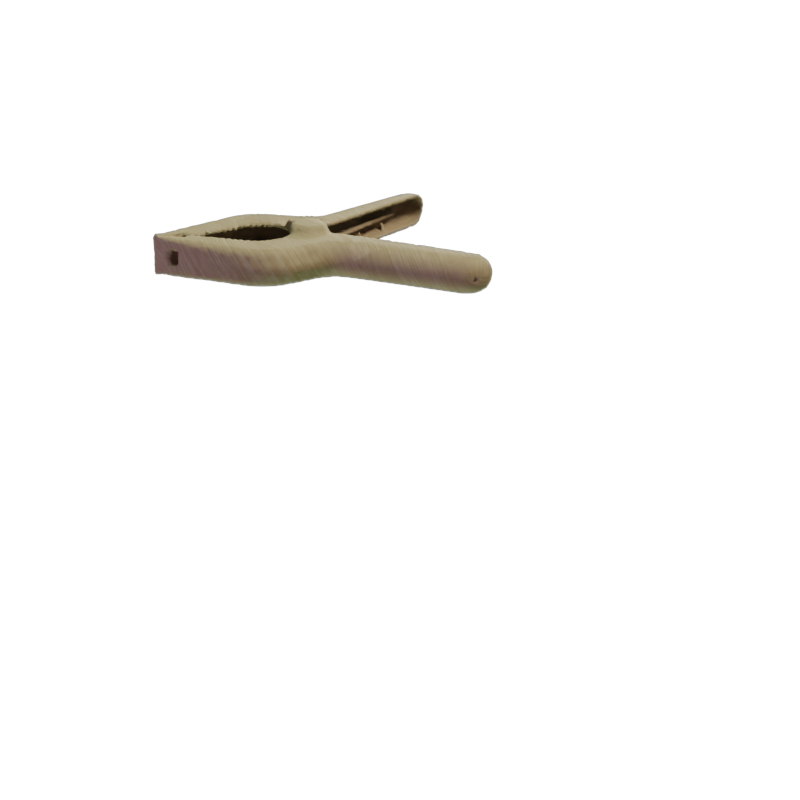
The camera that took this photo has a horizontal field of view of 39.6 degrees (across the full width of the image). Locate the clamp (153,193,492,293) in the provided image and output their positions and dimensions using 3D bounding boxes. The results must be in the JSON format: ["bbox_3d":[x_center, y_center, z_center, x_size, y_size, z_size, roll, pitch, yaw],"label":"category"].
[{"bbox_3d":[-0.058,-0.106,0.745,0.209,0.035,0.173,-2,24,-5],"label":"clamp"}]
